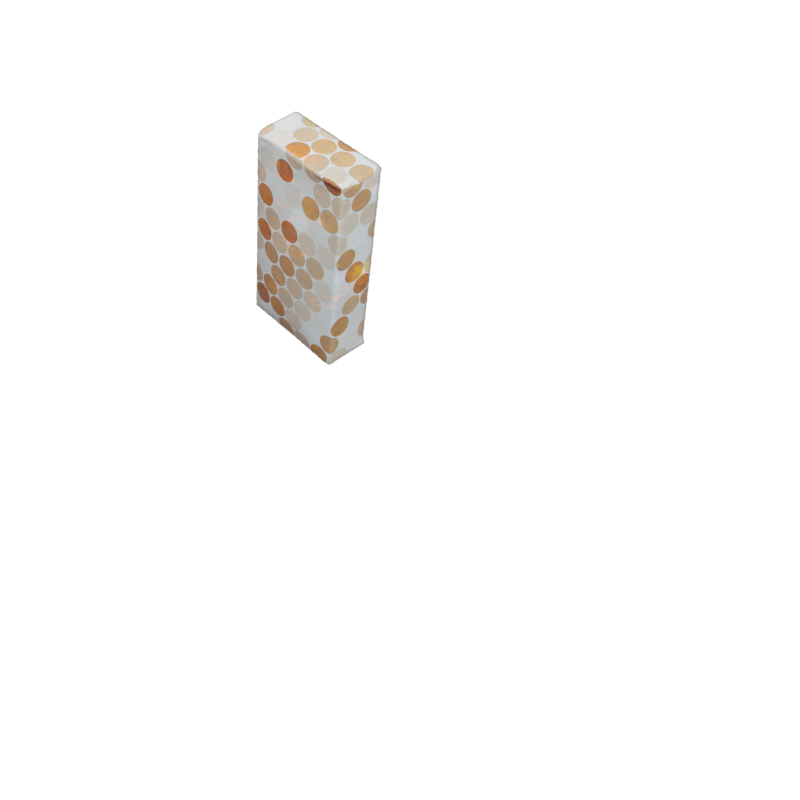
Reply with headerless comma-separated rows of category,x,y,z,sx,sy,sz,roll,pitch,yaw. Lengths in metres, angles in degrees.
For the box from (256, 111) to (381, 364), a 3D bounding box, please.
box,-0.066,-0.119,0.837,0.048,0.164,0.100,-32,55,-30
